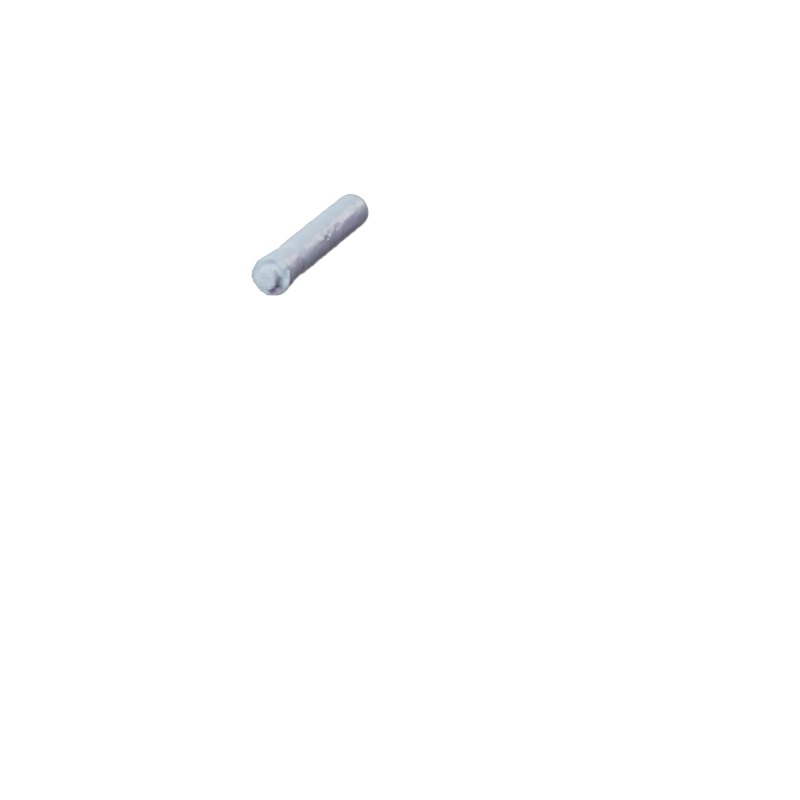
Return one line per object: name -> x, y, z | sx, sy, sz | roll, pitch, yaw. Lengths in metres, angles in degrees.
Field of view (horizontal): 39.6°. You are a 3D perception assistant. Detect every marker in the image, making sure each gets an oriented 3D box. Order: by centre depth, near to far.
marker -> -0.043, -0.078, 0.546 | 0.020, 0.019, 0.123 | 1, 24, 17
